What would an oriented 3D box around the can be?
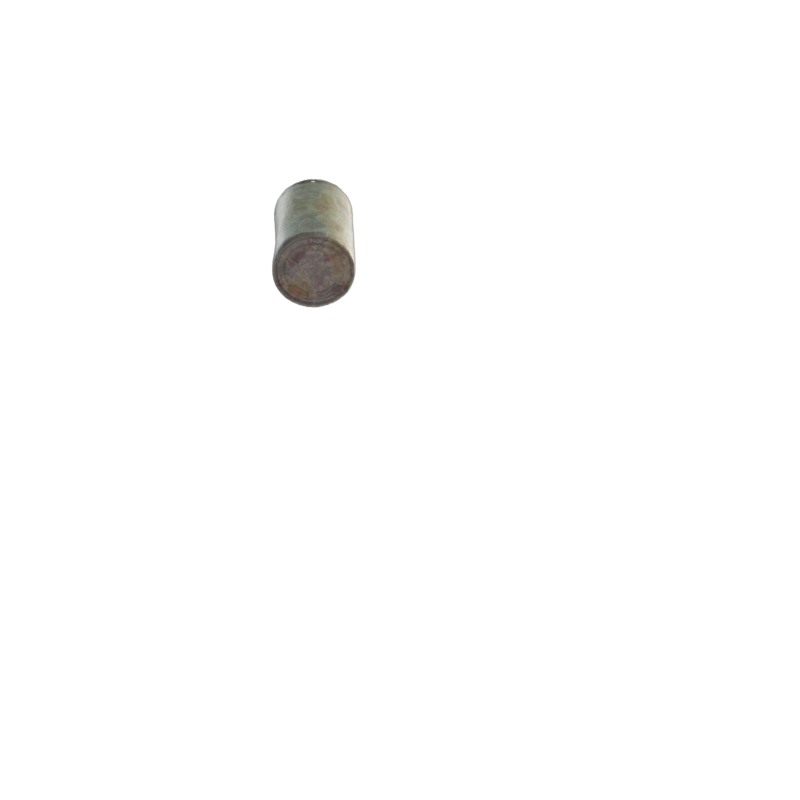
[{"bbox_3d":[-0.071,-0.130,0.908,0.068,0.064,0.109,-1,32,-3],"label":"can"}]
